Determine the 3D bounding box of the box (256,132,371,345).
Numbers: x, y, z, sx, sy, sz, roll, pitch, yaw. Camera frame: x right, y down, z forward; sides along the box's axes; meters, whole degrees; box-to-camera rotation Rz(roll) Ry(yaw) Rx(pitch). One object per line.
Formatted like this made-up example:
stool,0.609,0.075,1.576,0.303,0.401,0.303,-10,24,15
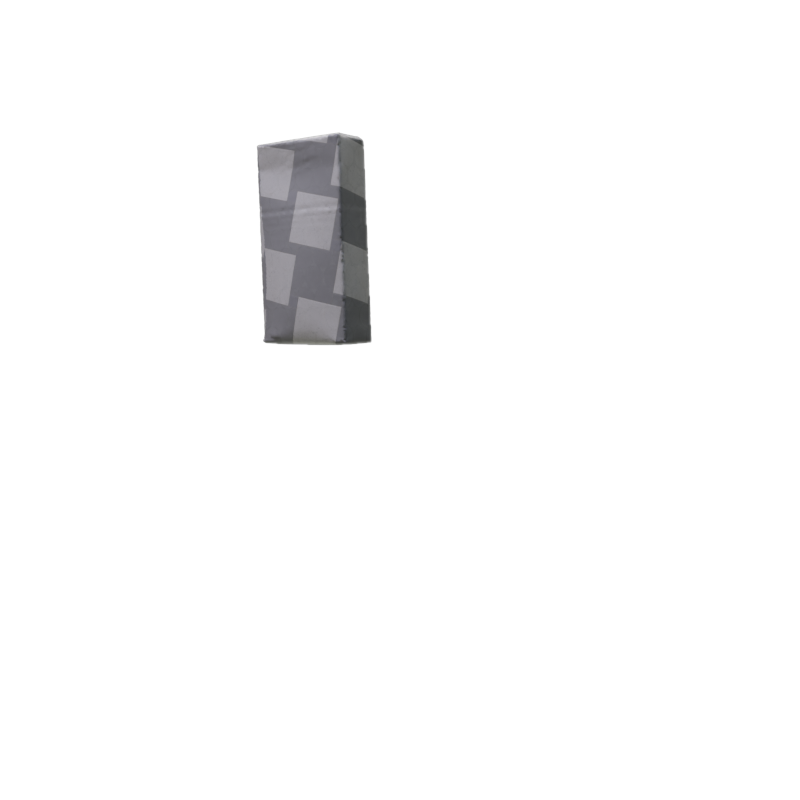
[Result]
box,-0.074,-0.136,0.953,0.096,0.178,0.046,-2,-5,36
